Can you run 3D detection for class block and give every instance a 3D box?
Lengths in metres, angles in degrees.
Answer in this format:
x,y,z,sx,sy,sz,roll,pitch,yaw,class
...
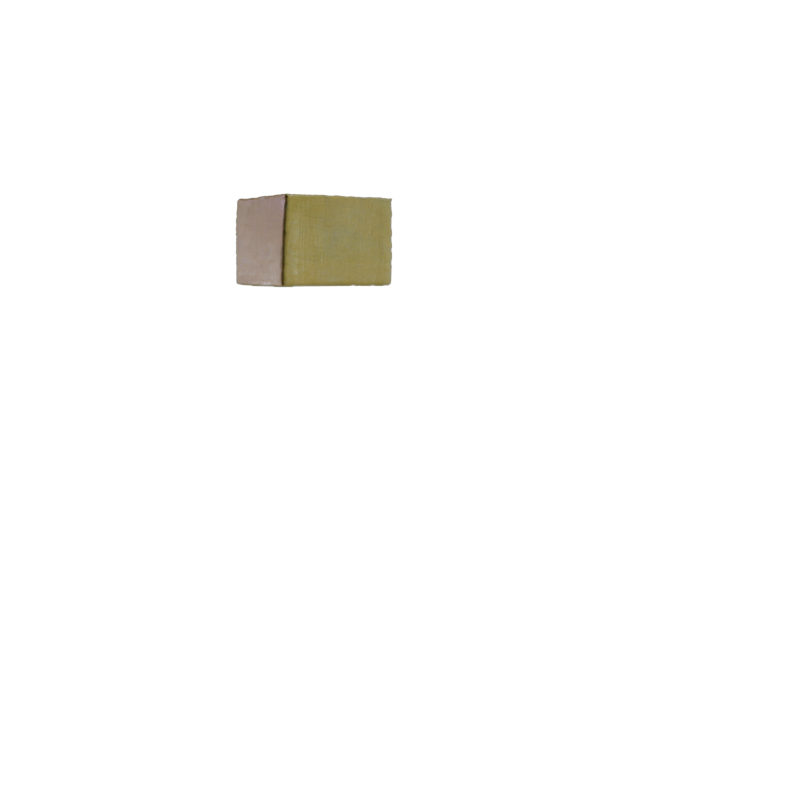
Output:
x,y,z,sx,sy,sz,roll,pitch,yaw,class
-0.050,-0.092,0.643,0.075,0.051,0.055,-4,5,-38,block
